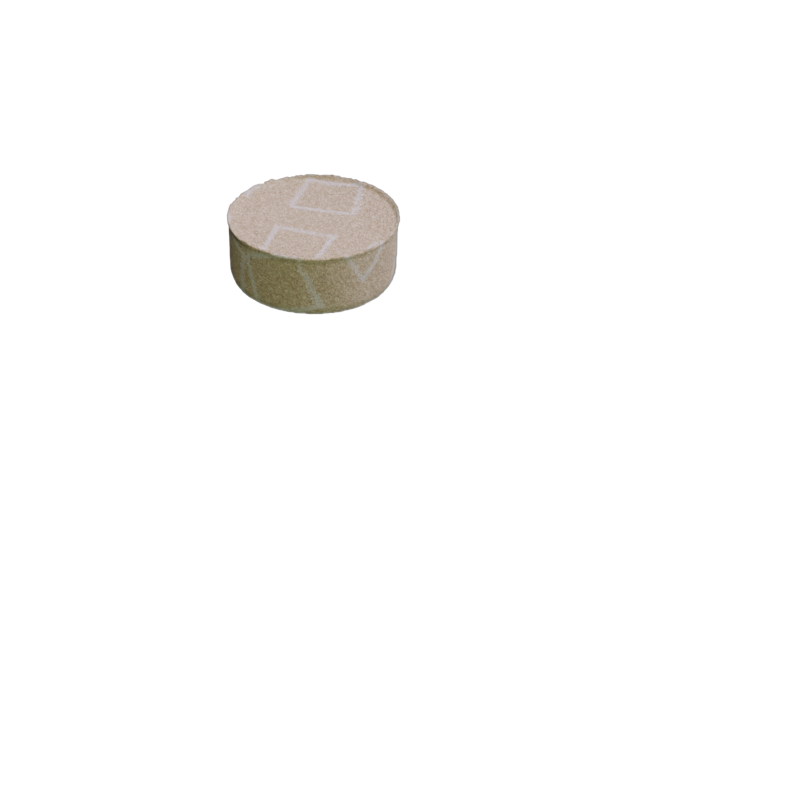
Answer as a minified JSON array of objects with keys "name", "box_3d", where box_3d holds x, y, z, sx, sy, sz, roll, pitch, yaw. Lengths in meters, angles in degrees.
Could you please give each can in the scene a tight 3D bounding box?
[{"name":"can","box_3d":[-0.044,-0.079,0.557,0.086,0.031,0.092,-1,36,-2]}]
